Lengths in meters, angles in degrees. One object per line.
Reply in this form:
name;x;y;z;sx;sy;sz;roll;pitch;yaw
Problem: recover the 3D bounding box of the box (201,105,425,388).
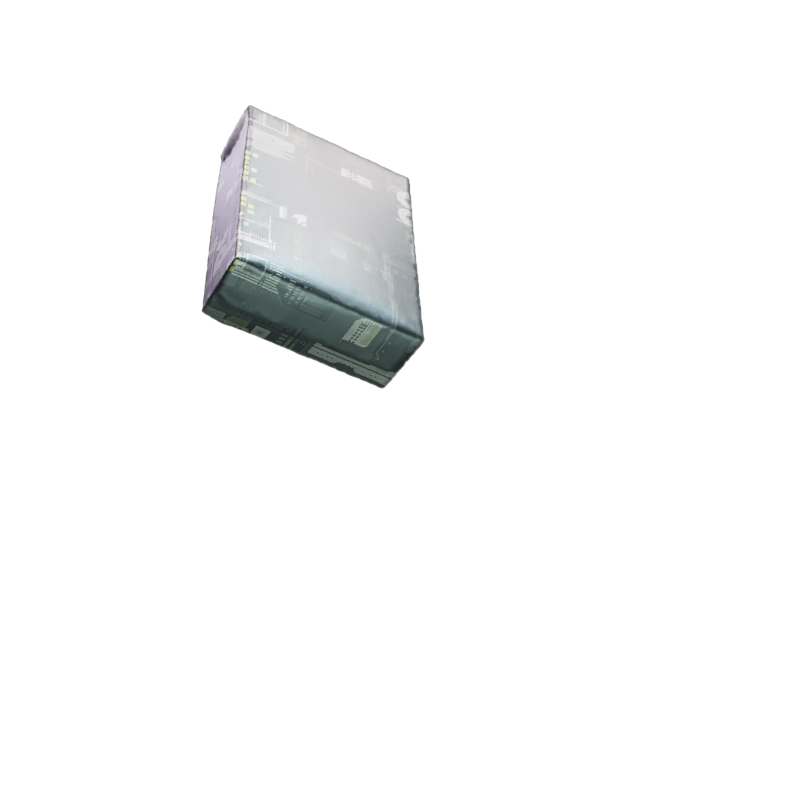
box;-0.071;-0.130;0.910;0.158;0.229;0.069;21;-52;-21
